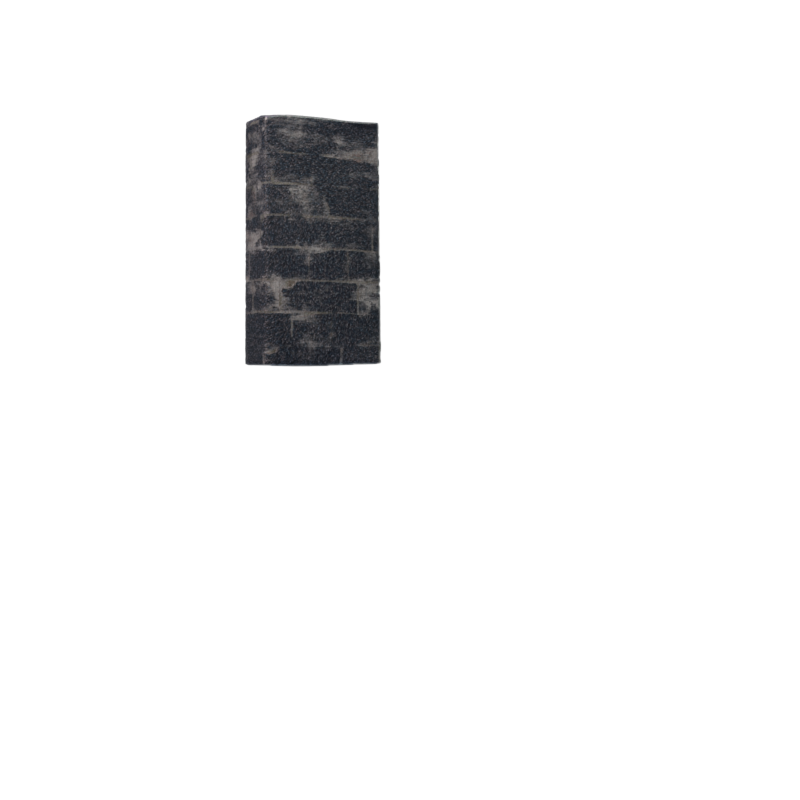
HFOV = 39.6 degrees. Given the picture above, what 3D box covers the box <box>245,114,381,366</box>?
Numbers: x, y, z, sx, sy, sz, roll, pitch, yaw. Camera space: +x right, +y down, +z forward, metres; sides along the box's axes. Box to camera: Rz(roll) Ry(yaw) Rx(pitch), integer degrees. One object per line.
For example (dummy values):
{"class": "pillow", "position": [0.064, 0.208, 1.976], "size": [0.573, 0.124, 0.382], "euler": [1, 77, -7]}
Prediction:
{"class": "box", "position": [-0.062, -0.114, 0.796], "size": [0.090, 0.177, 0.049], "euler": [0, -2, -25]}
